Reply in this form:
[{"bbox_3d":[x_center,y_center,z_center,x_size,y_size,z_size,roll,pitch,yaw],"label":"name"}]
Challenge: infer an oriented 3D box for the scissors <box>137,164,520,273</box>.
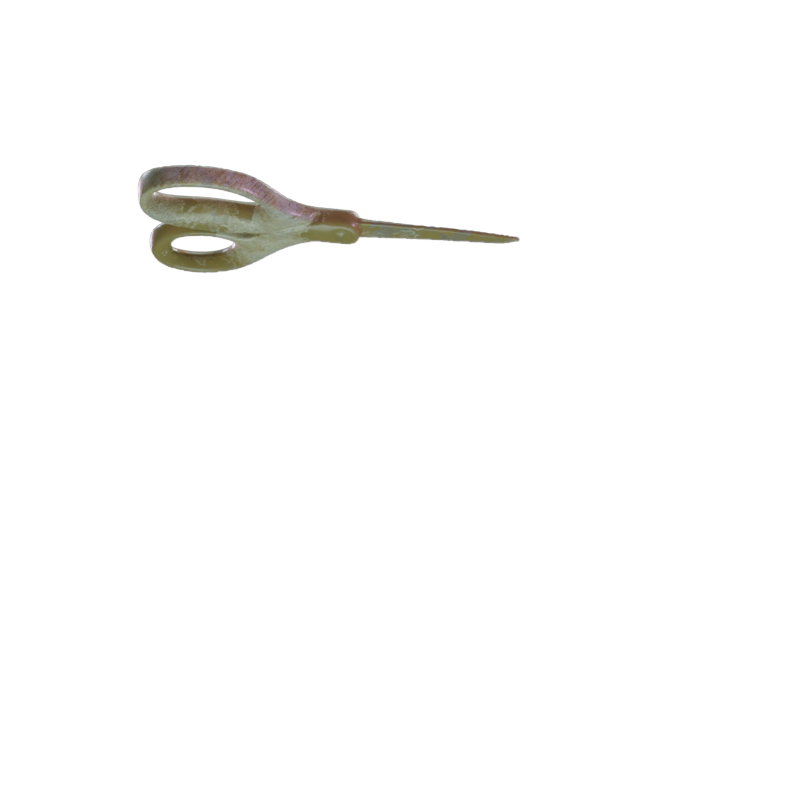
[{"bbox_3d":[-0.047,-0.085,0.596,0.195,0.017,0.094,11,-27,-22],"label":"scissors"}]
